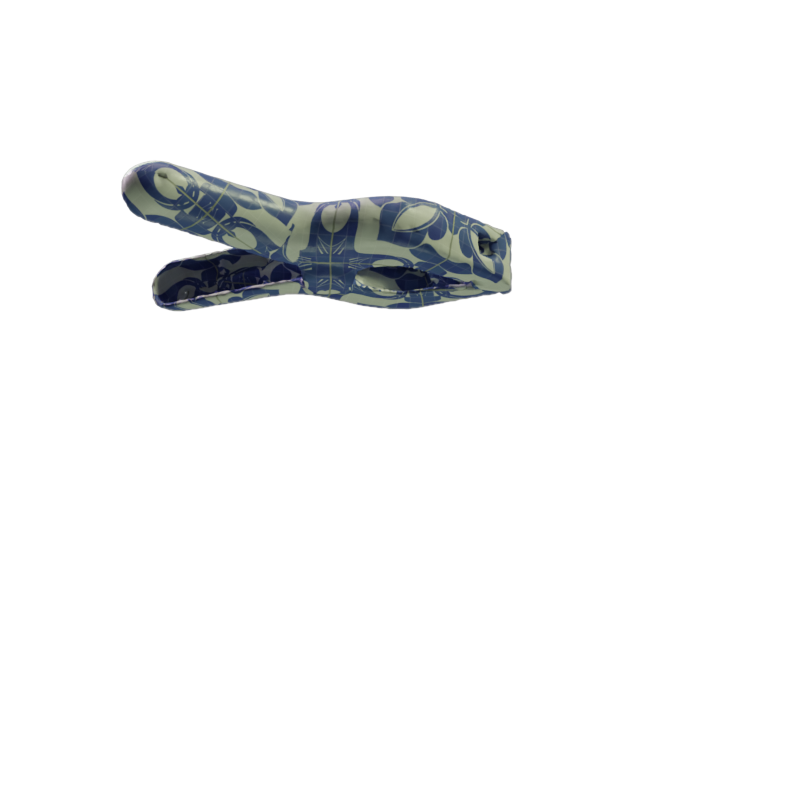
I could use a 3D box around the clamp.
[{"bbox_3d":[-0.038,-0.068,0.480,0.173,0.041,0.115,-1,-13,6],"label":"clamp"}]
